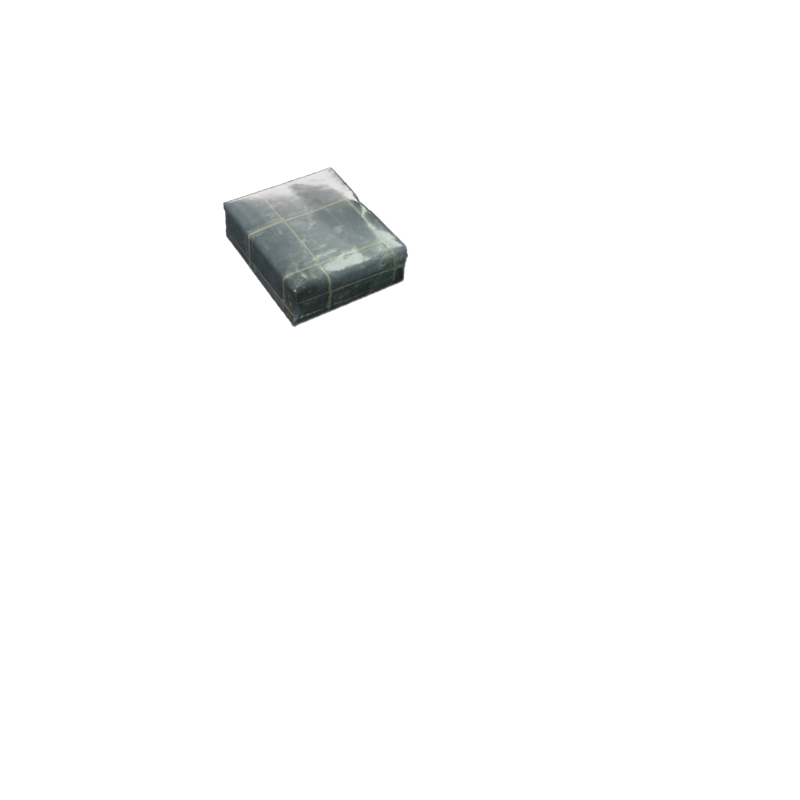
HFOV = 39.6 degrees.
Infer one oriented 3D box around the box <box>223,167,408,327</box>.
[{"bbox_3d":[-0.050,-0.091,0.635,0.072,0.028,0.096,-22,49,-21],"label":"box"}]
